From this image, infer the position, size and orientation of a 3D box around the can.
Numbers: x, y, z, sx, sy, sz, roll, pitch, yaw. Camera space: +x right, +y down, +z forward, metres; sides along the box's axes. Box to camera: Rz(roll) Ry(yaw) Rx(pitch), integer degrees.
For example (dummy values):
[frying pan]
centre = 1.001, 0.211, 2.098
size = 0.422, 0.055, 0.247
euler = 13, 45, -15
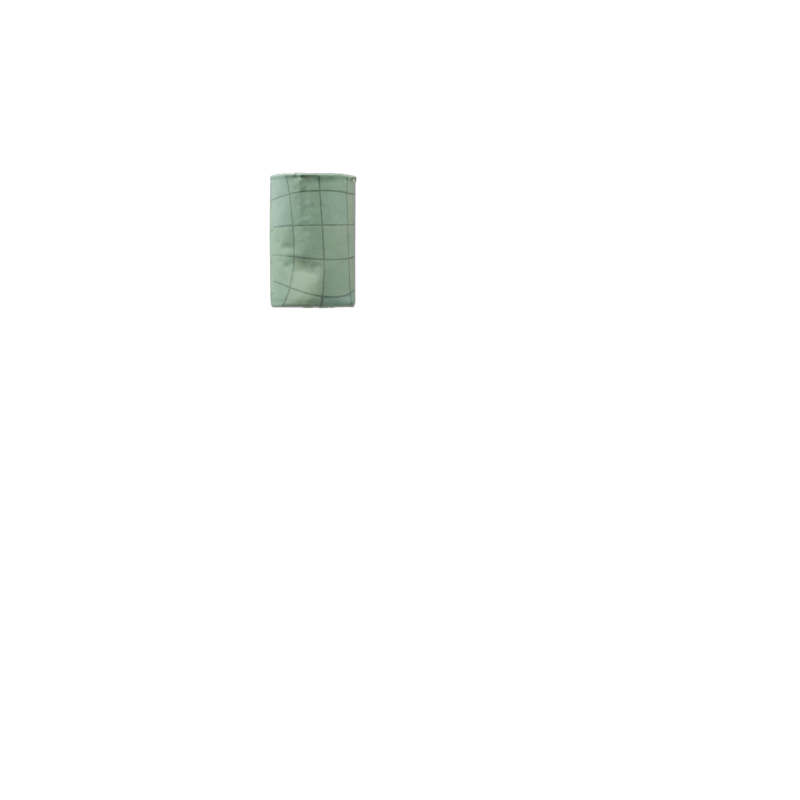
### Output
[can]
centre = -0.068, -0.123, 0.863
size = 0.068, 0.103, 0.069
euler = 0, 0, -2
